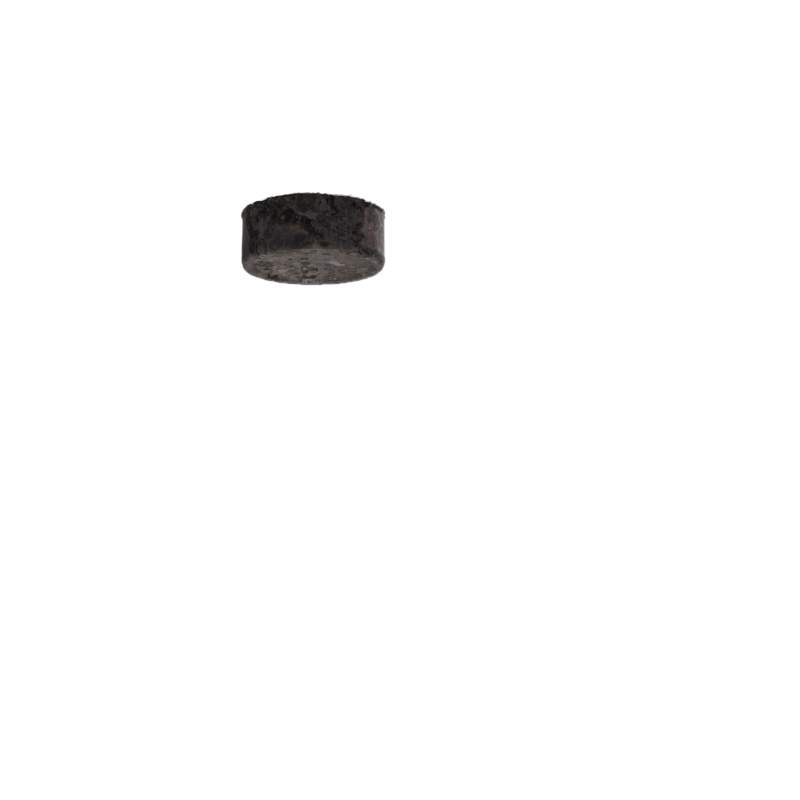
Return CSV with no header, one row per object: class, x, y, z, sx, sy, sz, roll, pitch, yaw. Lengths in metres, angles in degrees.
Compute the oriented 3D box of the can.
can,-0.051,-0.093,0.653,0.086,0.035,0.083,0,-9,-2
